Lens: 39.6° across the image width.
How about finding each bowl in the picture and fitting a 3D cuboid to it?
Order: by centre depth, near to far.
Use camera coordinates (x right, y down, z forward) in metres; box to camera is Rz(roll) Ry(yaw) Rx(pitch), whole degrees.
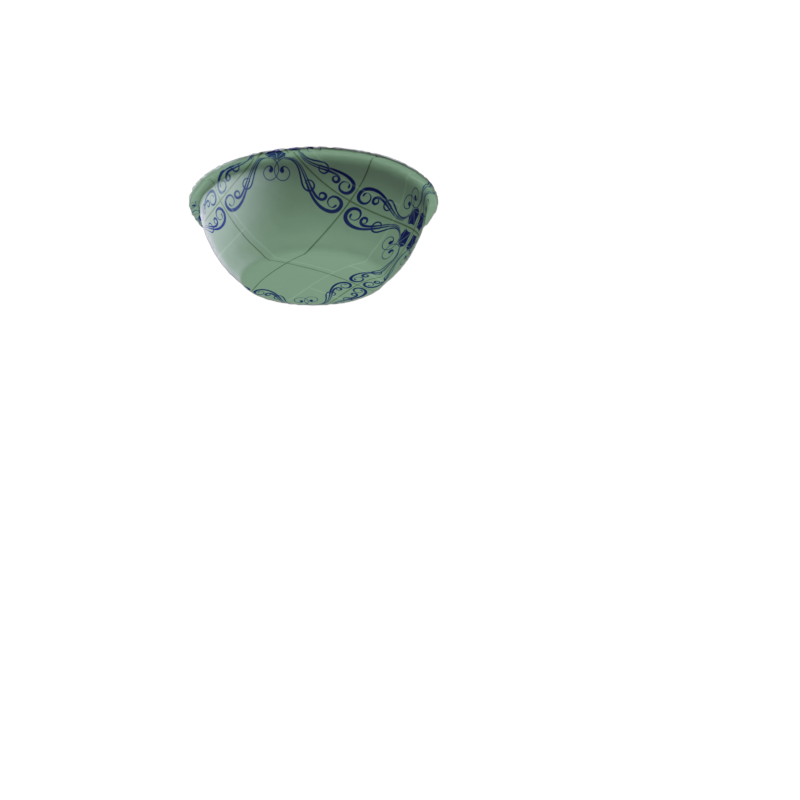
[{"bbox_3d":[-0.056,-0.101,0.711,0.162,0.058,0.155,0,-18,-2],"label":"bowl"}]
